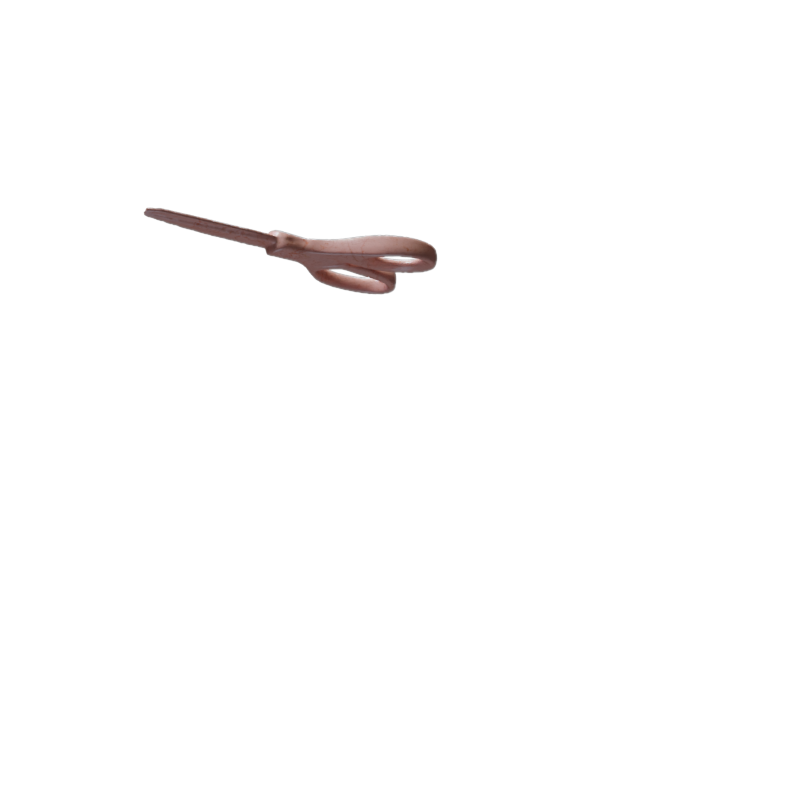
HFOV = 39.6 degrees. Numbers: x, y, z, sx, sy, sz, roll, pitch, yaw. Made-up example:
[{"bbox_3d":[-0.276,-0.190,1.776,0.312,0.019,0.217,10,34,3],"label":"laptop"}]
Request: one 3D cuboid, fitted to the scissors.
[{"bbox_3d":[-0.054,-0.099,0.692,0.098,0.016,0.190,-9,-15,35],"label":"scissors"}]
